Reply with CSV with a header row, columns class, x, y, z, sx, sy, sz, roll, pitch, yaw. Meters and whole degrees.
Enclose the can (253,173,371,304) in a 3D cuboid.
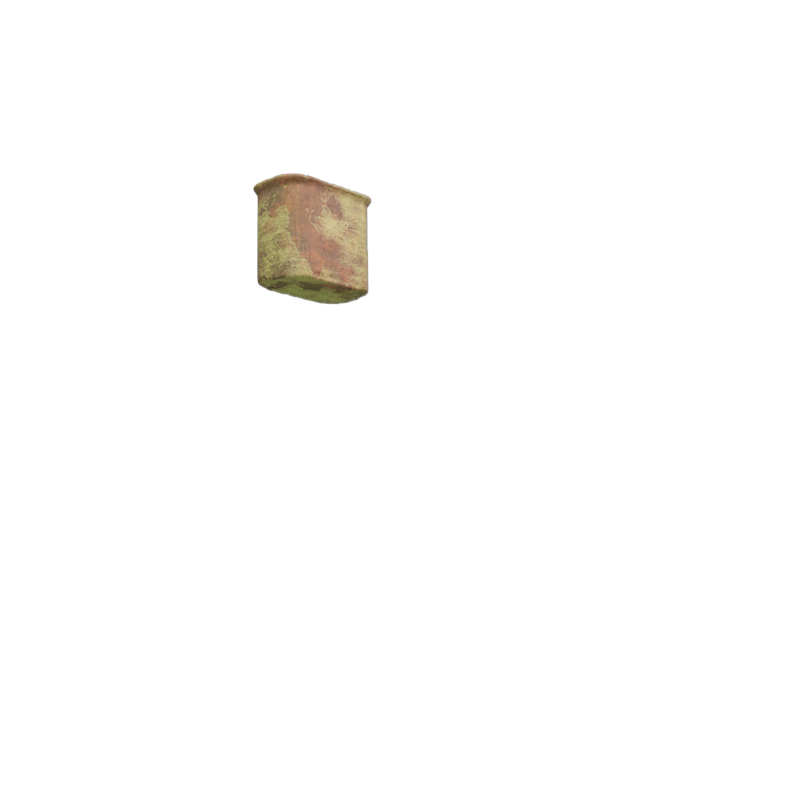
class,x,y,z,sx,sy,sz,roll,pitch,yaw
can,-0.071,-0.129,0.901,0.059,0.087,0.096,-14,-18,42
